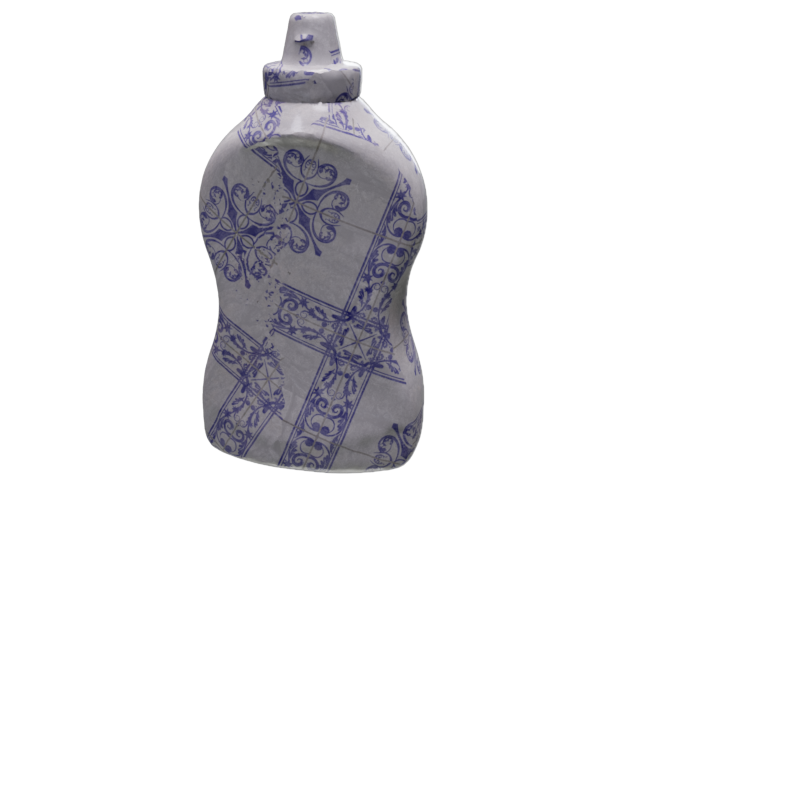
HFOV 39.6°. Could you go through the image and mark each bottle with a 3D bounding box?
[{"bbox_3d":[-0.037,-0.067,0.473,0.098,0.185,0.059,5,17,14],"label":"bottle"}]
